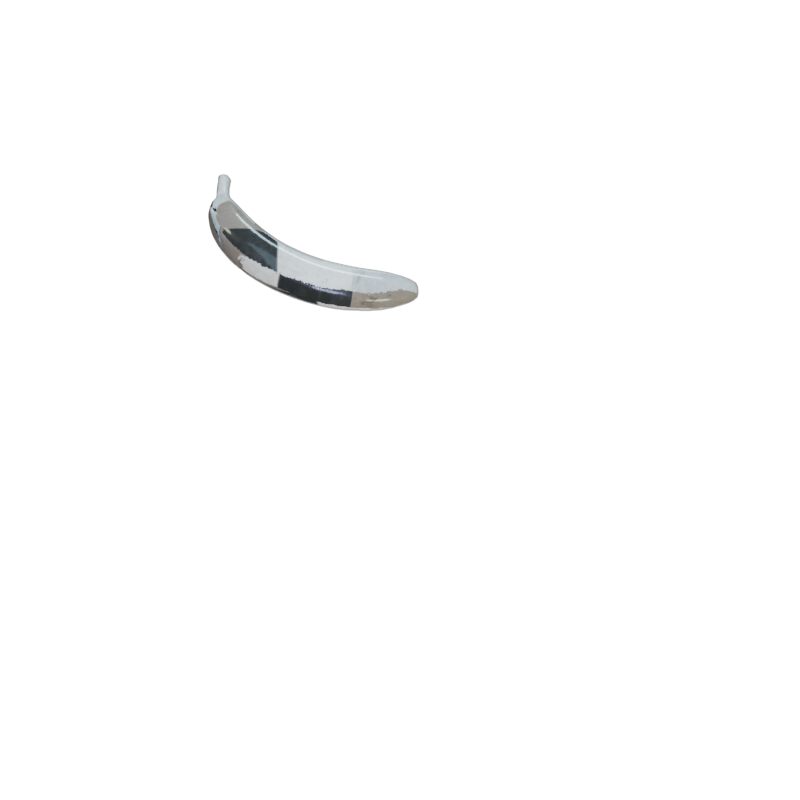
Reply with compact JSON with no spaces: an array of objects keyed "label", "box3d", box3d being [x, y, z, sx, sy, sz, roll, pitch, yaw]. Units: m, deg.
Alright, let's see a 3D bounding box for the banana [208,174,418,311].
[{"label":"banana","box3d":[-0.084,-0.116,0.897,0.204,0.071,0.035,32,-19,12]}]
